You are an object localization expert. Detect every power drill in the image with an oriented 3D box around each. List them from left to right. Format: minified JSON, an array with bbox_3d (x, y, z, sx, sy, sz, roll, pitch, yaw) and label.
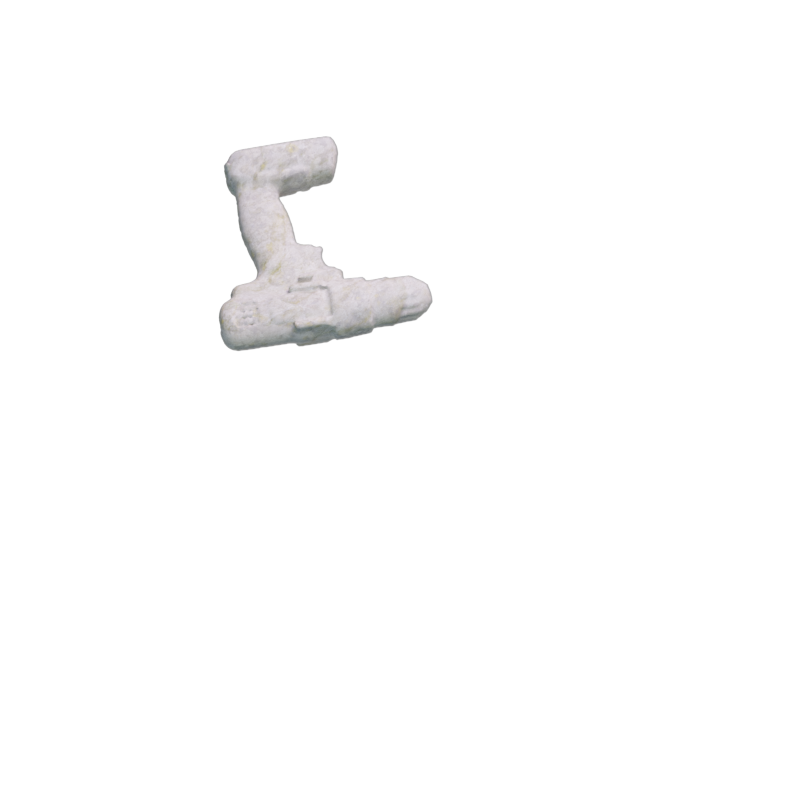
[{"bbox_3d":[-0.077,-0.141,0.984,0.183,0.199,0.054,-9,-25,-5],"label":"power drill"}]
